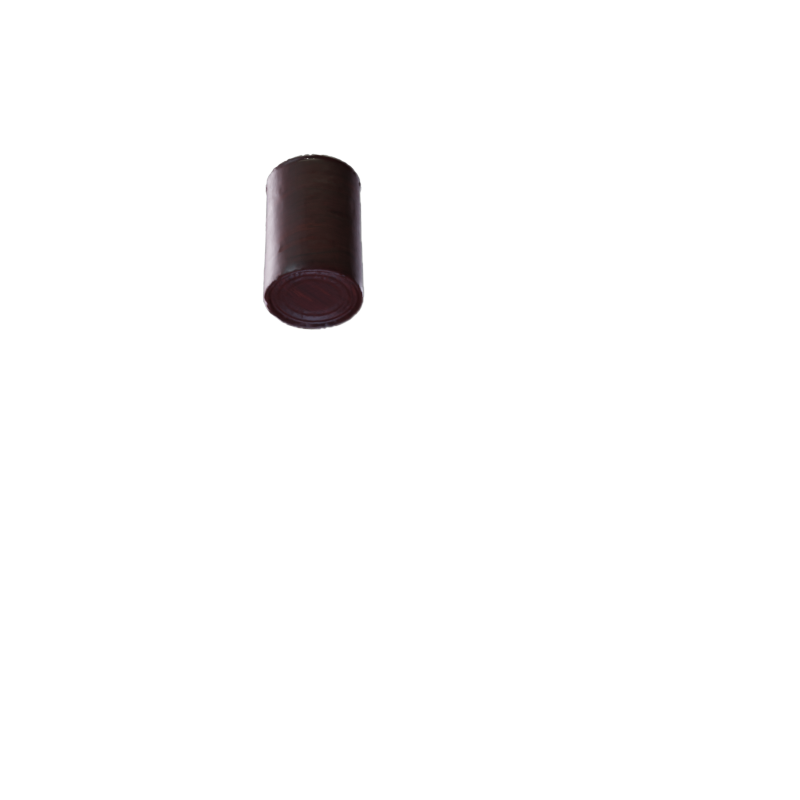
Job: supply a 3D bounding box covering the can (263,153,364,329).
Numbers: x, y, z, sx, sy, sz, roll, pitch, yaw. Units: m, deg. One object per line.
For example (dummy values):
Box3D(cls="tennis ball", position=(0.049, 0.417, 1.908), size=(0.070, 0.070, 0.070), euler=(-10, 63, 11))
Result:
Box3D(cls="can", position=(-0.059, -0.108, 0.755), size=(0.068, 0.110, 0.064), euler=(-1, -37, -3))
